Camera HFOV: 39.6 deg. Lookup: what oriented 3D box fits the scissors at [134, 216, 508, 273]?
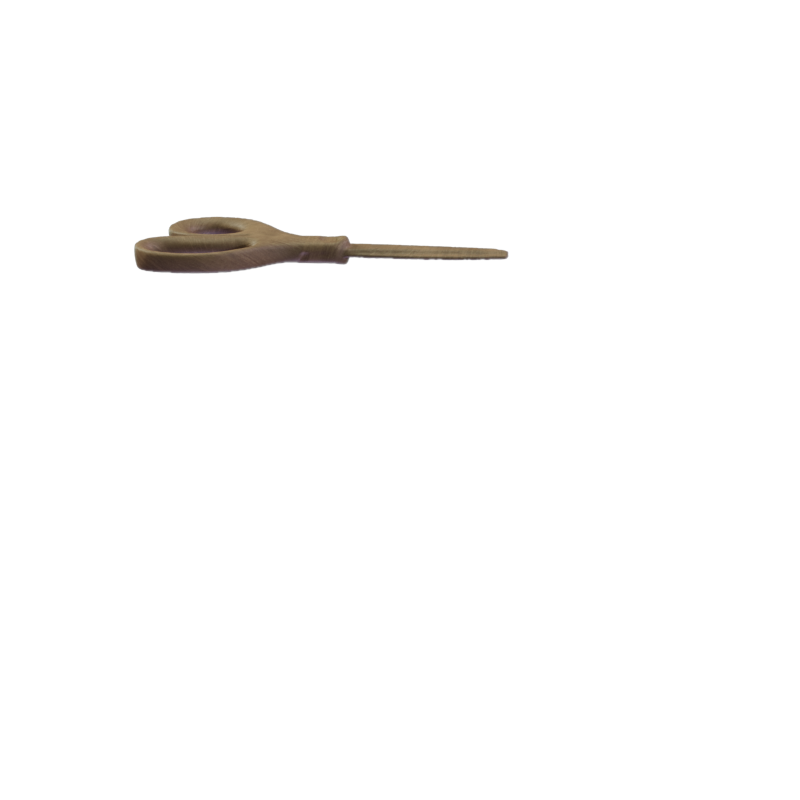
[{"bbox_3d":[-0.050,-0.090,0.634,0.199,0.015,0.101,-4,22,-9],"label":"scissors"}]
